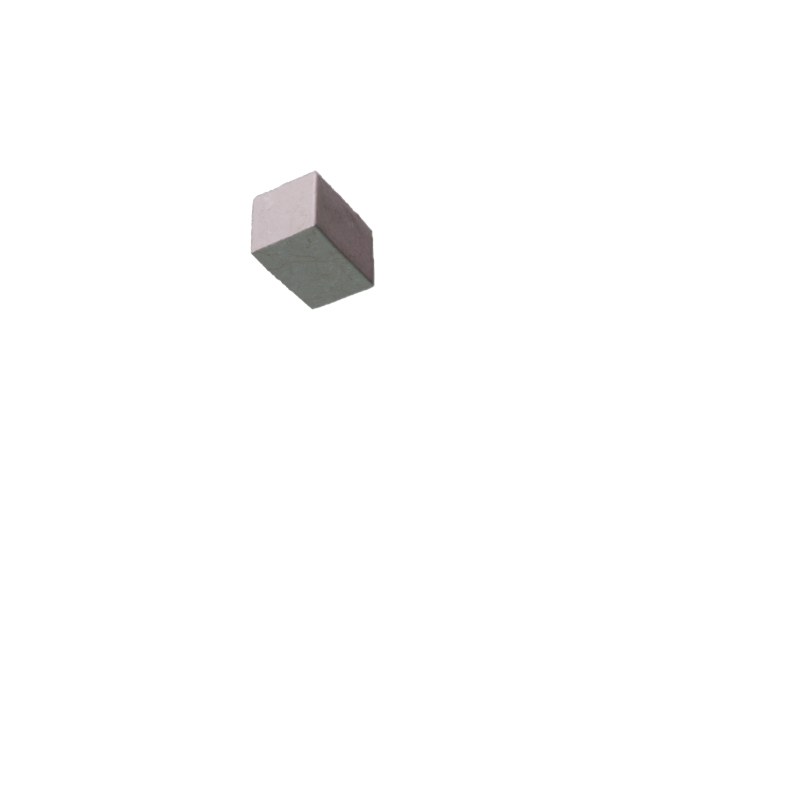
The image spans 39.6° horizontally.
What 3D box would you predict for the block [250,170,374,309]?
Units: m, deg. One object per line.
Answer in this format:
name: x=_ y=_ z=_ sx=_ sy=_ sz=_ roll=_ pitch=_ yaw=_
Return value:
block: x=-0.059 y=-0.108 z=0.754 sx=0.053 sy=0.055 sz=0.072 roll=-20 pitch=-39 yaw=24
